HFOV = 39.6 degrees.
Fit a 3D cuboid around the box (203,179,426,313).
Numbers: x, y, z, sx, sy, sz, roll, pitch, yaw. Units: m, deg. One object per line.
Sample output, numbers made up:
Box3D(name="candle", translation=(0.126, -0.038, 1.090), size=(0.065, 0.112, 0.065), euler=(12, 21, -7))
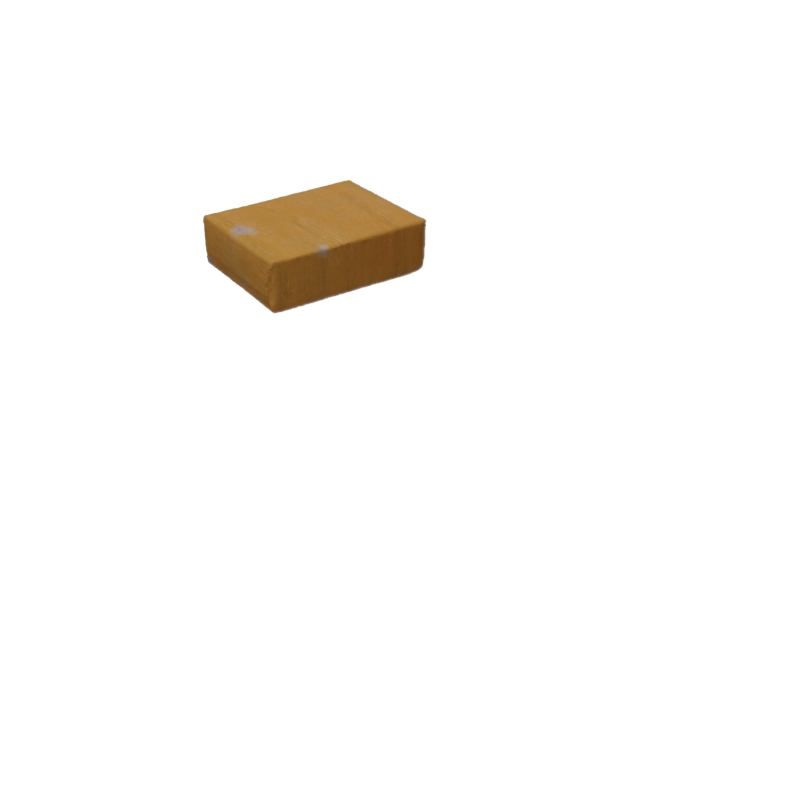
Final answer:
Box3D(name="box", translation=(-0.054, -0.099, 0.695), size=(0.112, 0.037, 0.096), euler=(-17, 34, -28))
